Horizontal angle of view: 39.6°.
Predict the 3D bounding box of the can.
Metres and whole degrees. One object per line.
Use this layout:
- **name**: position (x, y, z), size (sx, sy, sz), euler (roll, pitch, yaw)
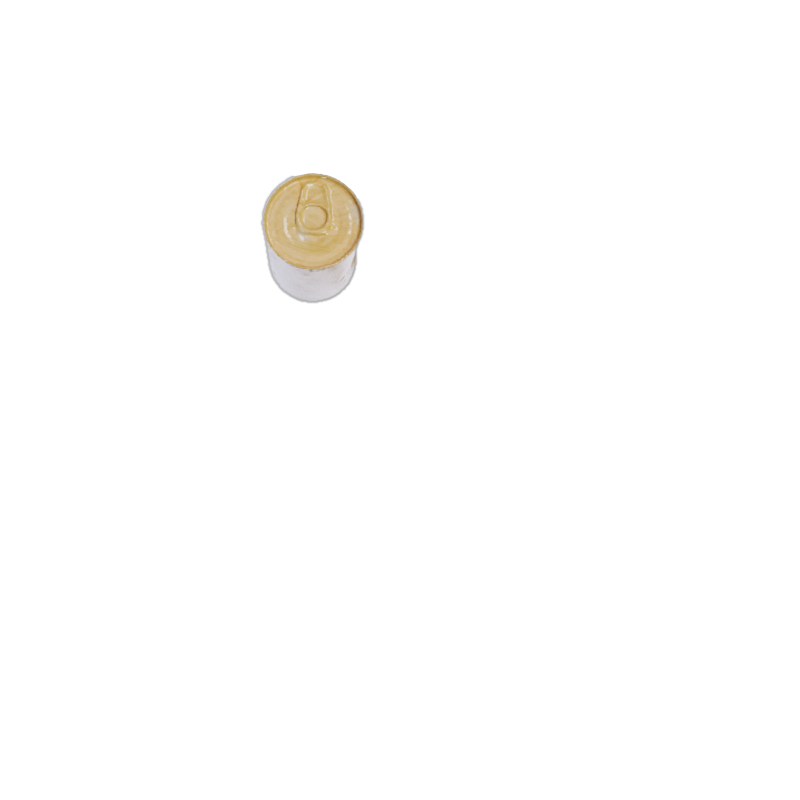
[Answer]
- **can**: position (-0.062, -0.113, 0.791), size (0.068, 0.071, 0.099), euler (0, -11, -3)
